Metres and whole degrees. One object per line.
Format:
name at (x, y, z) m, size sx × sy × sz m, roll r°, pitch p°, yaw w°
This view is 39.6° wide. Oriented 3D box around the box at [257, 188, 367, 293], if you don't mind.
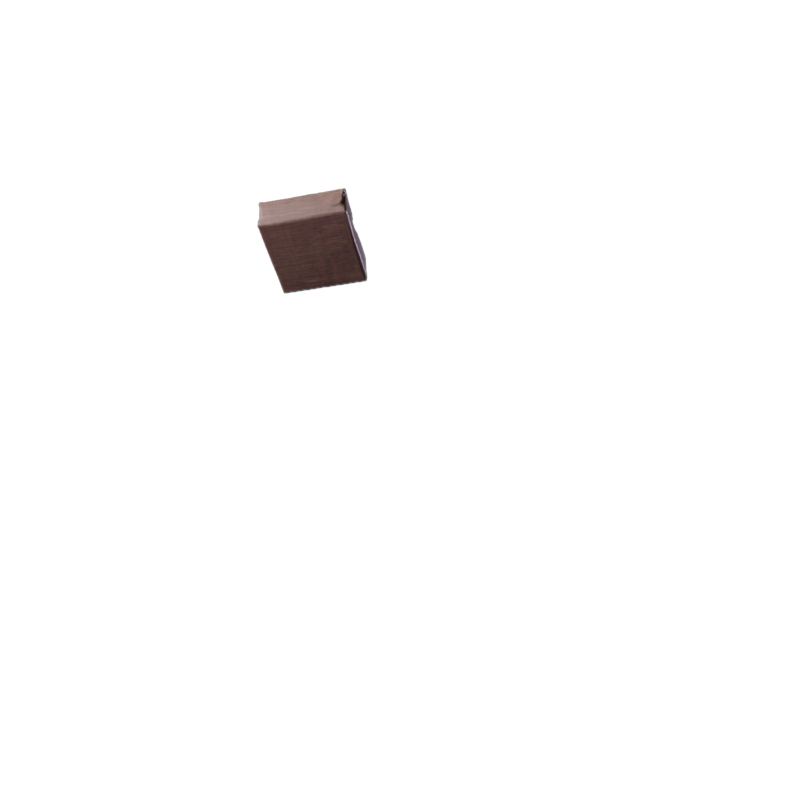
box at (-0.072, -0.130, 0.913) m, size 0.074 × 0.032 × 0.082 m, roll -8°, pitch -41°, yaw 9°
